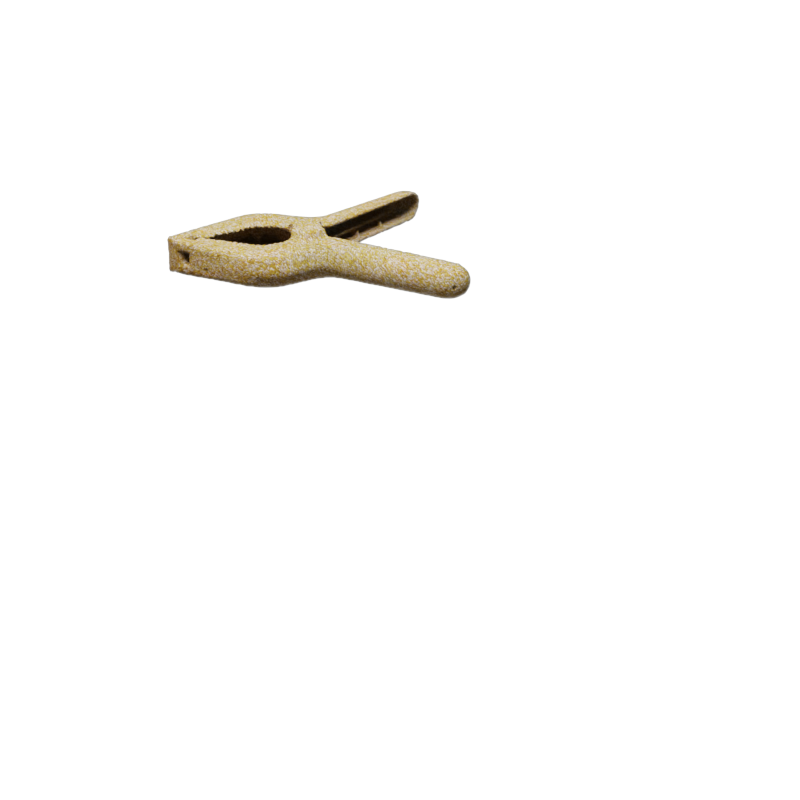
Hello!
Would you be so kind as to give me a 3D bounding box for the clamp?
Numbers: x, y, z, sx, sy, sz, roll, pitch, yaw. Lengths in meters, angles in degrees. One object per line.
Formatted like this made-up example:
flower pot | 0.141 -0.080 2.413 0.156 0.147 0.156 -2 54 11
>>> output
clamp | -0.064 -0.117 0.821 0.209 0.034 0.174 -1 28 -3
